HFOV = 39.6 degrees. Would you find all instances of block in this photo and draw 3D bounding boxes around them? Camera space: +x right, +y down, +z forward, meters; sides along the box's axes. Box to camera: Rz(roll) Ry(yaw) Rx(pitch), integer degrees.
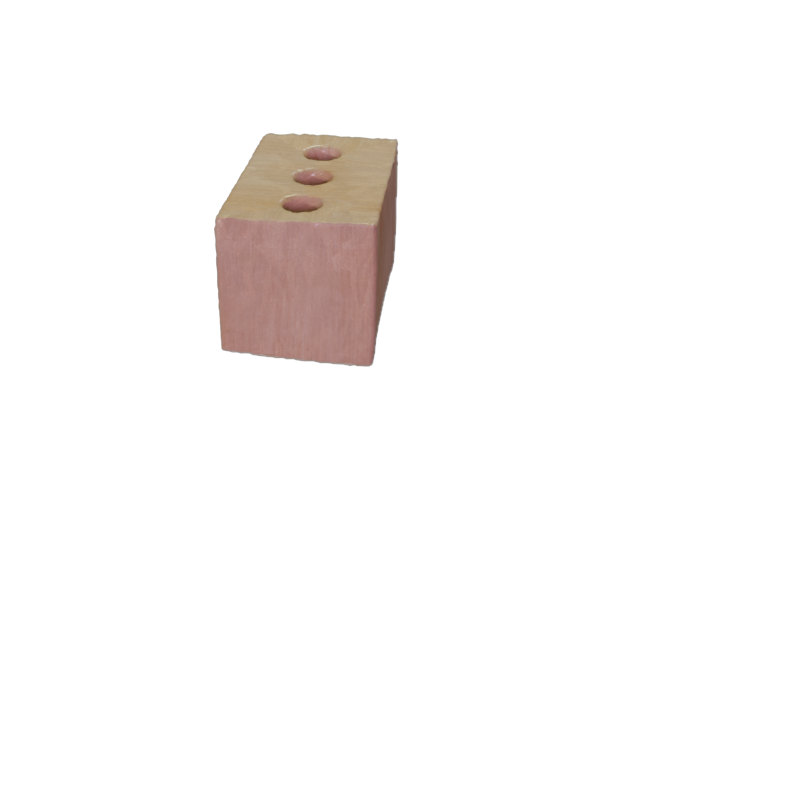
[{"bbox_3d":[-0.030,-0.055,0.387,0.053,0.048,0.082,4,31,4],"label":"block"}]
